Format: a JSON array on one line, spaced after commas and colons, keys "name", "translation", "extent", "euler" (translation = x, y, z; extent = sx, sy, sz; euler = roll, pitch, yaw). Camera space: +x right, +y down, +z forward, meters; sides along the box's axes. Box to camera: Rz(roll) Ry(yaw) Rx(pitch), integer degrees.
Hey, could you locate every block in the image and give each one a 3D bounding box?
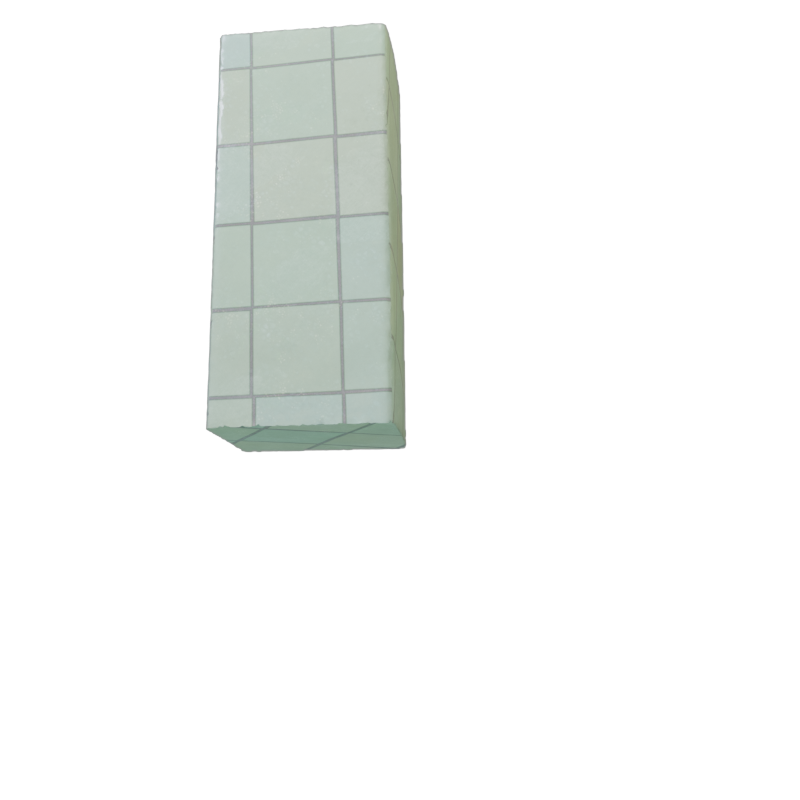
[{"name": "block", "translation": [-0.045, -0.083, 0.583], "extent": [0.091, 0.215, 0.086], "euler": [-3, -17, 6]}]
